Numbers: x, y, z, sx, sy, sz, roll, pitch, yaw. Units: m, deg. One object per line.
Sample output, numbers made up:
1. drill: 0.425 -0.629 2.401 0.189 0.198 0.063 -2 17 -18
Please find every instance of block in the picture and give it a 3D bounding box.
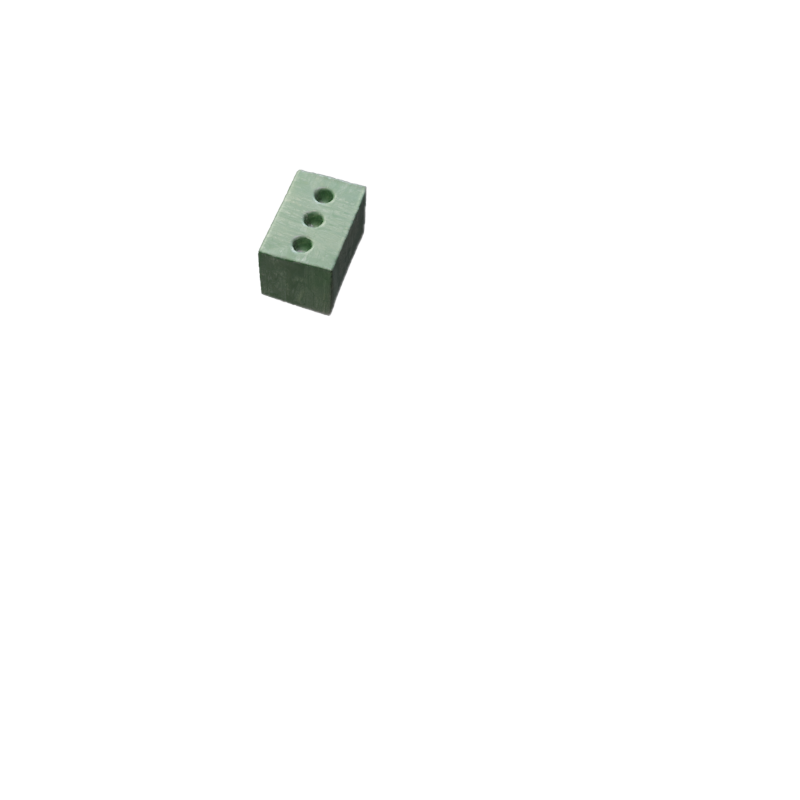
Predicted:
1. block: -0.059 -0.108 0.759 0.054 0.082 0.048 15 -33 8
